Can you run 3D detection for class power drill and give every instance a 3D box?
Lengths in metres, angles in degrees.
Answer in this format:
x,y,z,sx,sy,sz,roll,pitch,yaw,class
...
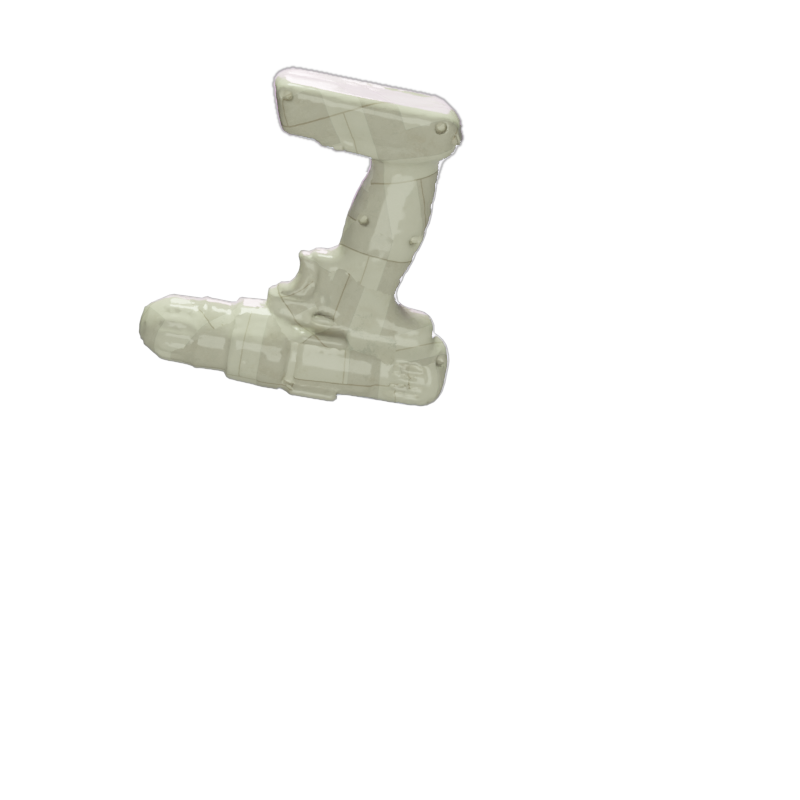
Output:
x,y,z,sx,sy,sz,roll,pitch,yaw,class
-0.050,-0.091,0.636,0.183,0.180,0.060,10,23,-5,power drill
